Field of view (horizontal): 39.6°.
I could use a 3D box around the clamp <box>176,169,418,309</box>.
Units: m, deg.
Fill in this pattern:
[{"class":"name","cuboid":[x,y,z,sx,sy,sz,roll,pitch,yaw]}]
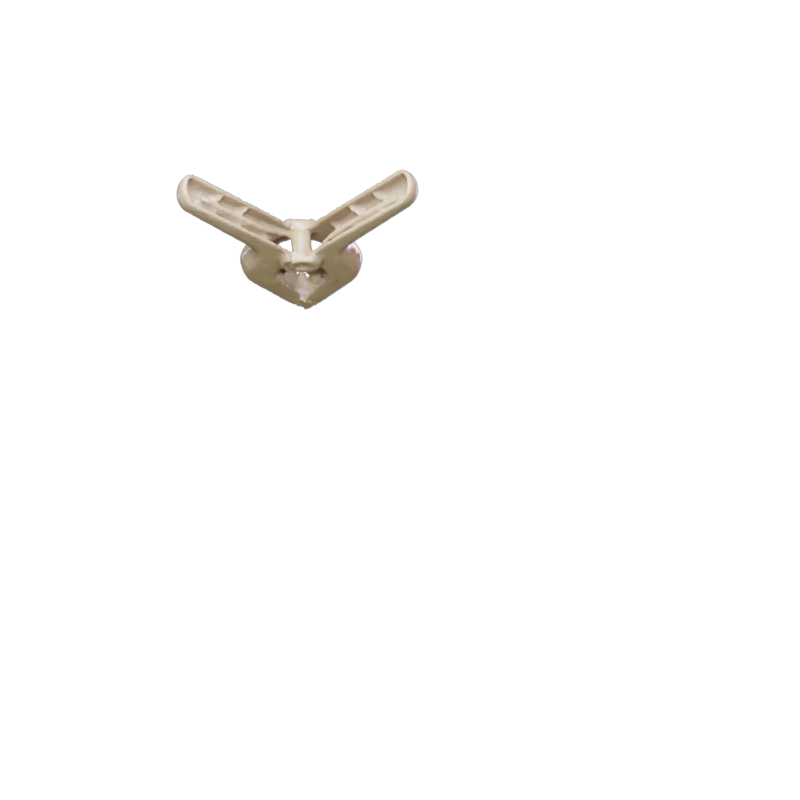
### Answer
[{"class":"clamp","cuboid":[-0.065,-0.119,0.835,0.166,0.038,0.199,-2,-18,5]}]
